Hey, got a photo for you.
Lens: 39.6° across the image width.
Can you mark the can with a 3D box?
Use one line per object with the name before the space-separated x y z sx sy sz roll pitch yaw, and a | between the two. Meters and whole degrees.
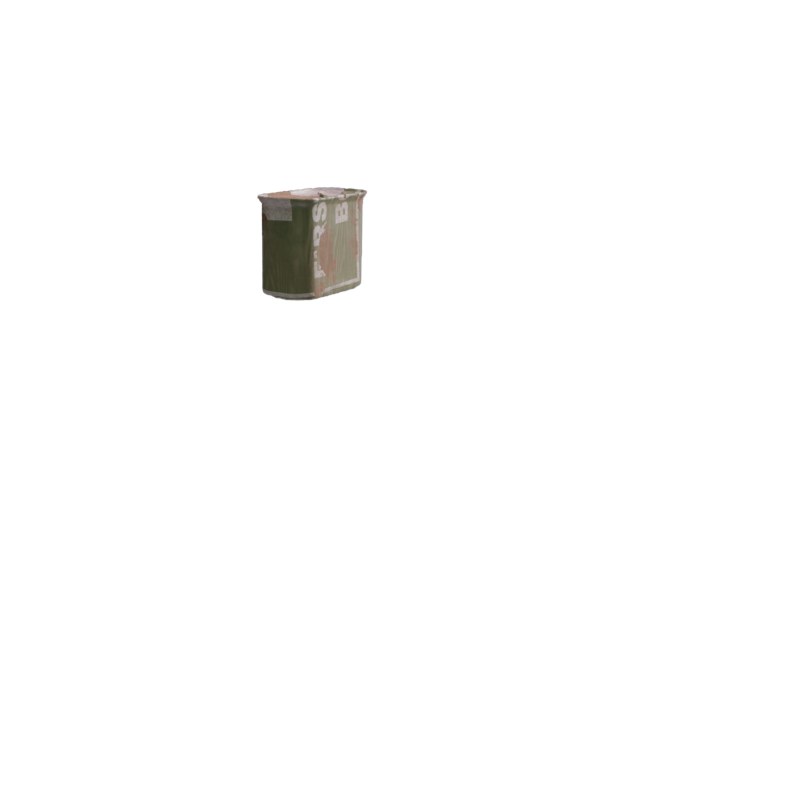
can | -0.073 -0.133 0.932 0.060 0.082 0.100 8 15 33
